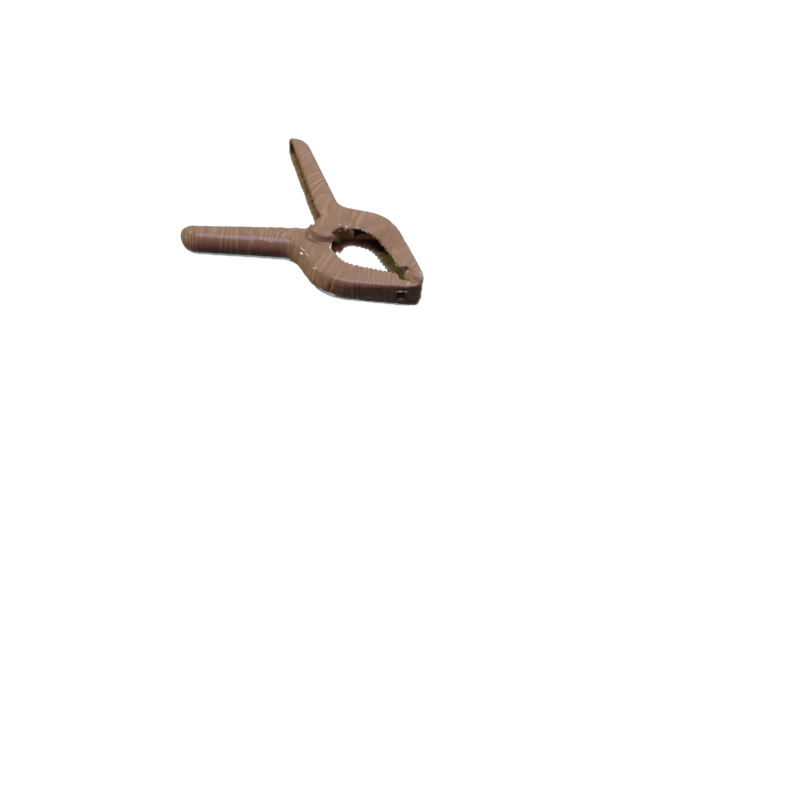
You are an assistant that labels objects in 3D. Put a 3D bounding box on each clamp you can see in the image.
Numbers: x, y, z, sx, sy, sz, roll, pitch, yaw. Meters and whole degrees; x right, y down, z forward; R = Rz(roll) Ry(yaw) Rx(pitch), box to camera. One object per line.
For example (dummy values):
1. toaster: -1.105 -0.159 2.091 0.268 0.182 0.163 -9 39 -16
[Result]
1. clamp: -0.076 -0.138 0.970 0.223 0.034 0.166 37 60 25
